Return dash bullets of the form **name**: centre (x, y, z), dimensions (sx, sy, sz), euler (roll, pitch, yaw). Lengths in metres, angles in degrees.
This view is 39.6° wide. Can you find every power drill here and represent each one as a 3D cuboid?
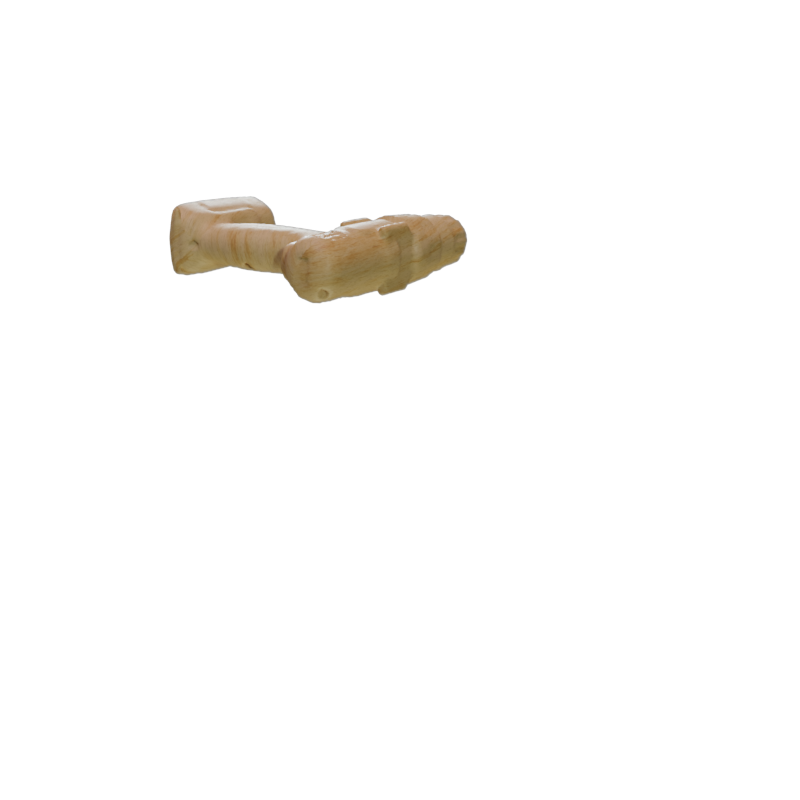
- **power drill**: centre (-0.065, -0.119, 0.834), dimensions (0.197, 0.056, 0.180), euler (11, 18, 36)
